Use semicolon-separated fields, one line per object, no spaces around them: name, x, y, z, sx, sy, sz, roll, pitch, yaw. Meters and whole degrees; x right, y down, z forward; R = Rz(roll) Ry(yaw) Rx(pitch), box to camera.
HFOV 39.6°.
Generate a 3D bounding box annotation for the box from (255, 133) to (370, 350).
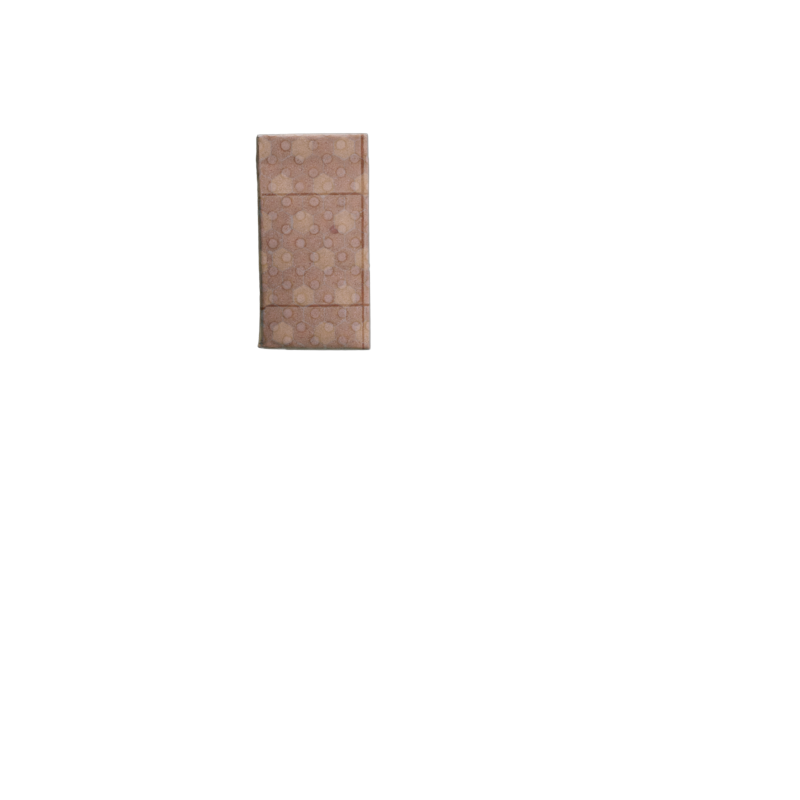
box;-0.071;-0.130;0.911;0.093;0.176;0.048;0;0;-1
